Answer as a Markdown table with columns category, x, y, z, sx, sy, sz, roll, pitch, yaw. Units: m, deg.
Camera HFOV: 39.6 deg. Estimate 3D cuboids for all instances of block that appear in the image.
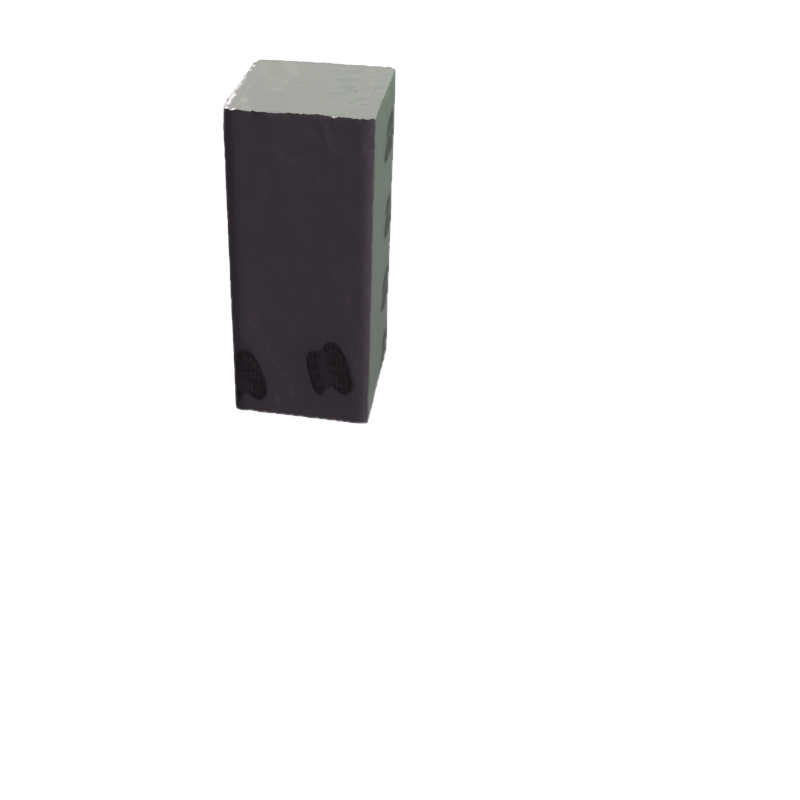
| category | x | y | z | sx | sy | sz | roll | pitch | yaw |
| --- | --- | --- | --- | --- | --- | --- | --- | --- | --- |
| block | -0.055 | -0.100 | 0.696 | 0.091 | 0.194 | 0.095 | 6 | 31 | 6 |
